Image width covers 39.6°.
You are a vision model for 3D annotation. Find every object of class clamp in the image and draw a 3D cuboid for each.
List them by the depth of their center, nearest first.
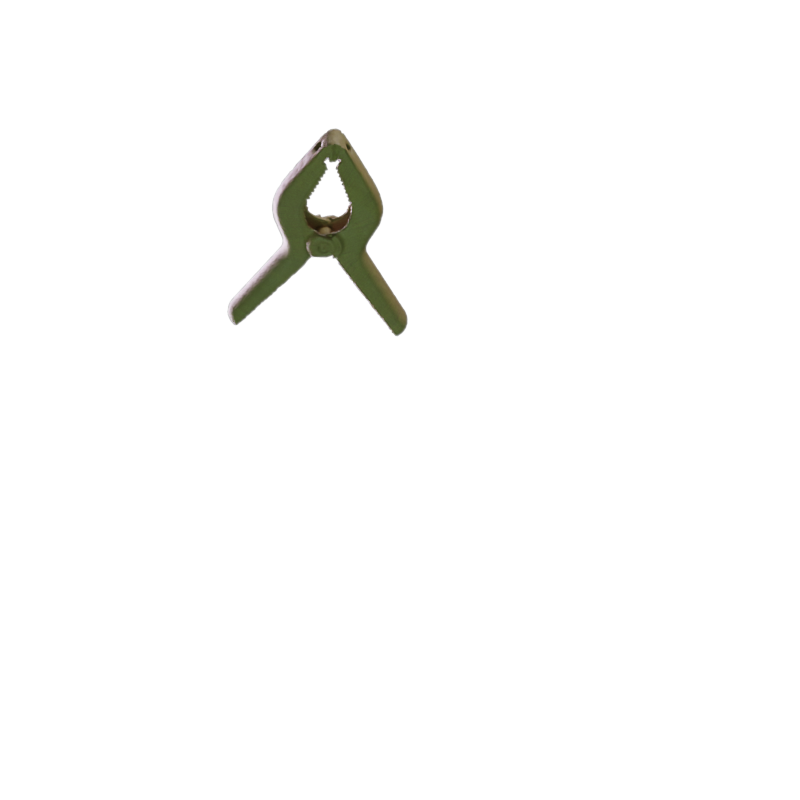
[{"bbox_3d":[-0.076,-0.139,0.971,0.165,0.196,0.039,-1,38,1],"label":"clamp"}]
